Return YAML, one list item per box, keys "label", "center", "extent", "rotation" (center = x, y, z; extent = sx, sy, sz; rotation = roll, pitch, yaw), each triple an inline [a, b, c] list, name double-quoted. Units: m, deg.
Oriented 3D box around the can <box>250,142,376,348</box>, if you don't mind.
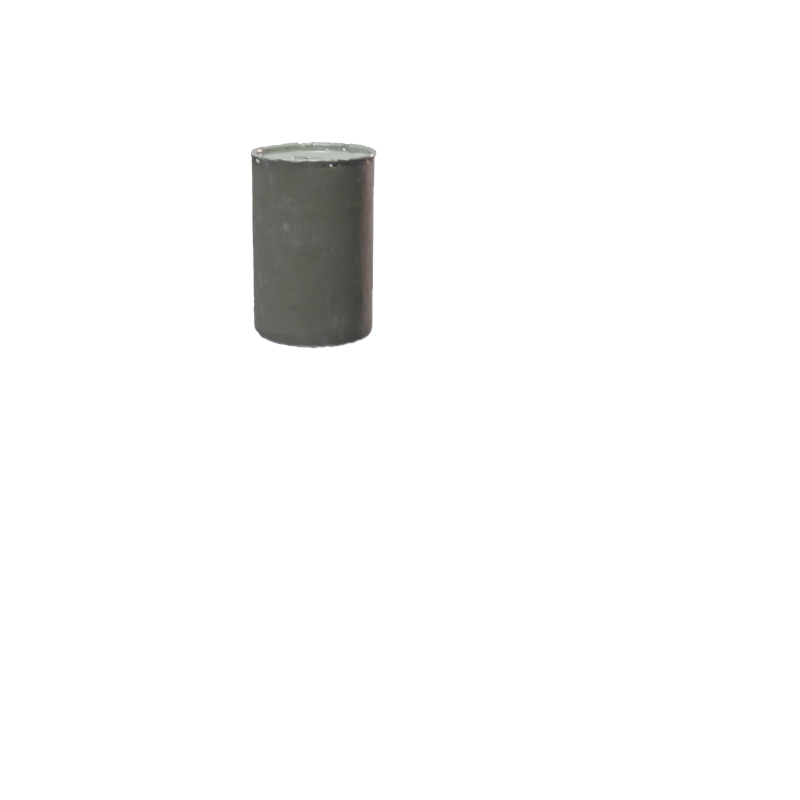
- label: "can"
  center: [-0.048, -0.087, 0.611]
  extent: [0.068, 0.099, 0.071]
  rotation: [0, 15, -2]
